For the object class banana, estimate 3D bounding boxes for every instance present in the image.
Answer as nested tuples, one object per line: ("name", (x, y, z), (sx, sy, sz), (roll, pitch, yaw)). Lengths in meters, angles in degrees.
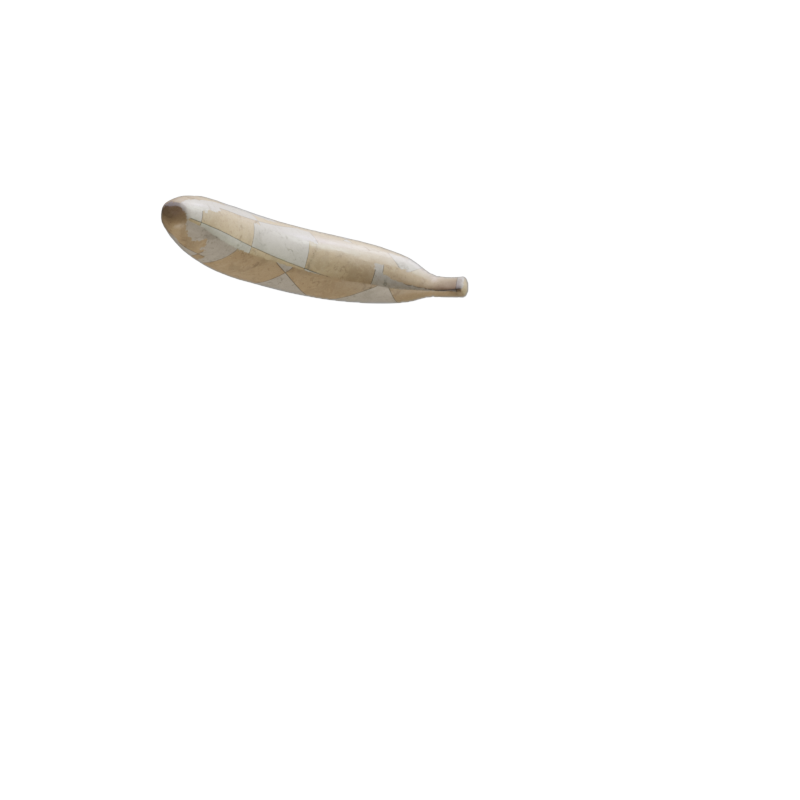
("banana", (-0.056, -0.083, 0.620), (0.188, 0.038, 0.070), (8, -15, -35))
